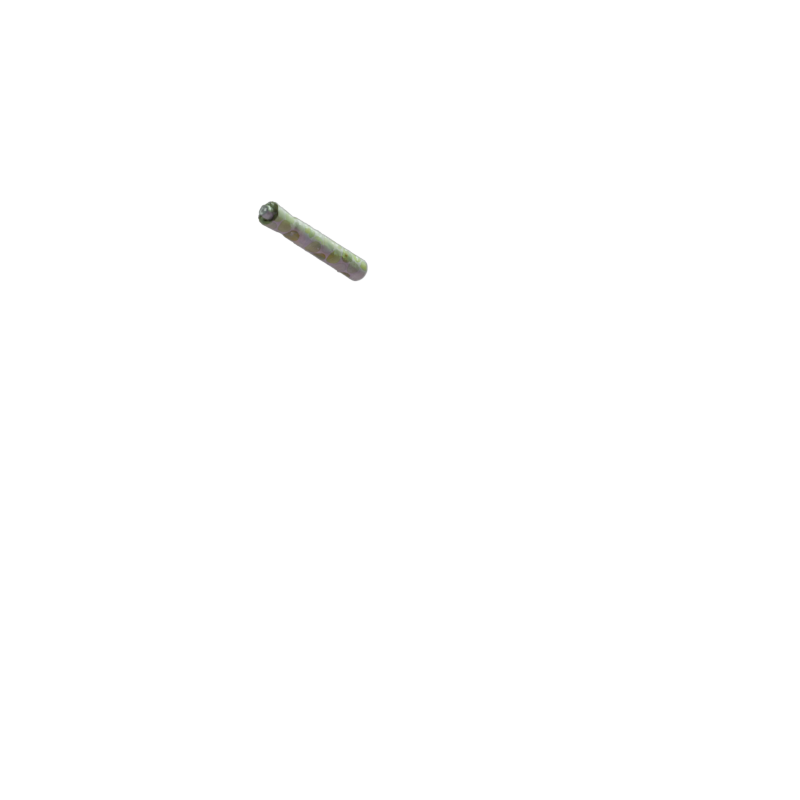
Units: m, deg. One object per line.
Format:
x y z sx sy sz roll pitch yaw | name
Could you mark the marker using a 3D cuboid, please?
-0.065 -0.119 0.834 0.021 0.020 0.113 3 -15 38 | marker
